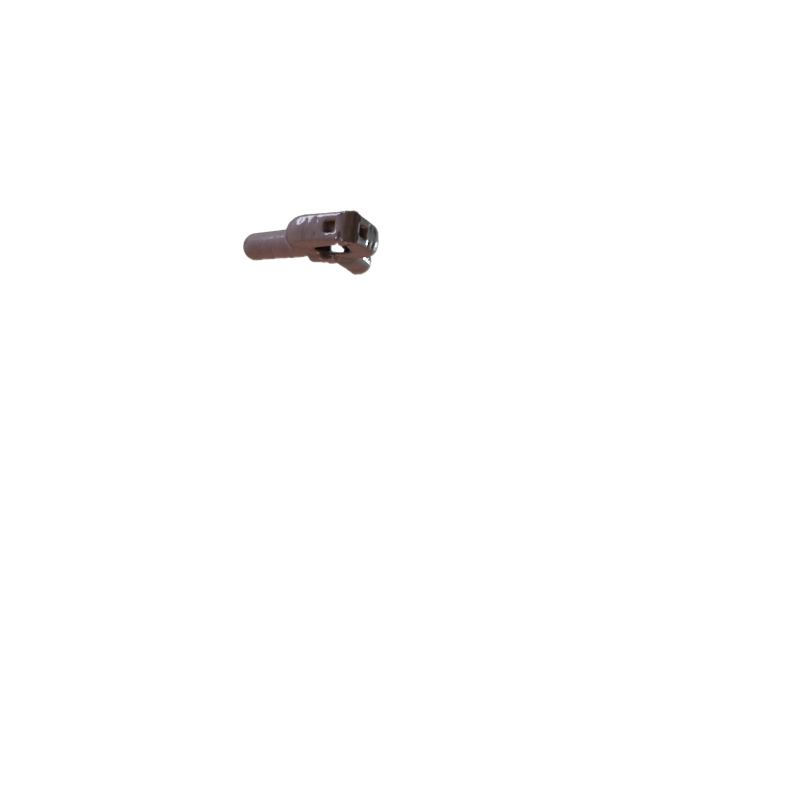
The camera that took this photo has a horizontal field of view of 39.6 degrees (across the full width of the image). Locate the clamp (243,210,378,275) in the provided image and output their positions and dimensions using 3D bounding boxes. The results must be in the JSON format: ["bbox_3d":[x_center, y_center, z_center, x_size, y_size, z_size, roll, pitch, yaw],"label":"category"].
[{"bbox_3d":[-0.076,-0.138,0.967,0.119,0.040,0.169,1,-5,-8],"label":"clamp"}]
